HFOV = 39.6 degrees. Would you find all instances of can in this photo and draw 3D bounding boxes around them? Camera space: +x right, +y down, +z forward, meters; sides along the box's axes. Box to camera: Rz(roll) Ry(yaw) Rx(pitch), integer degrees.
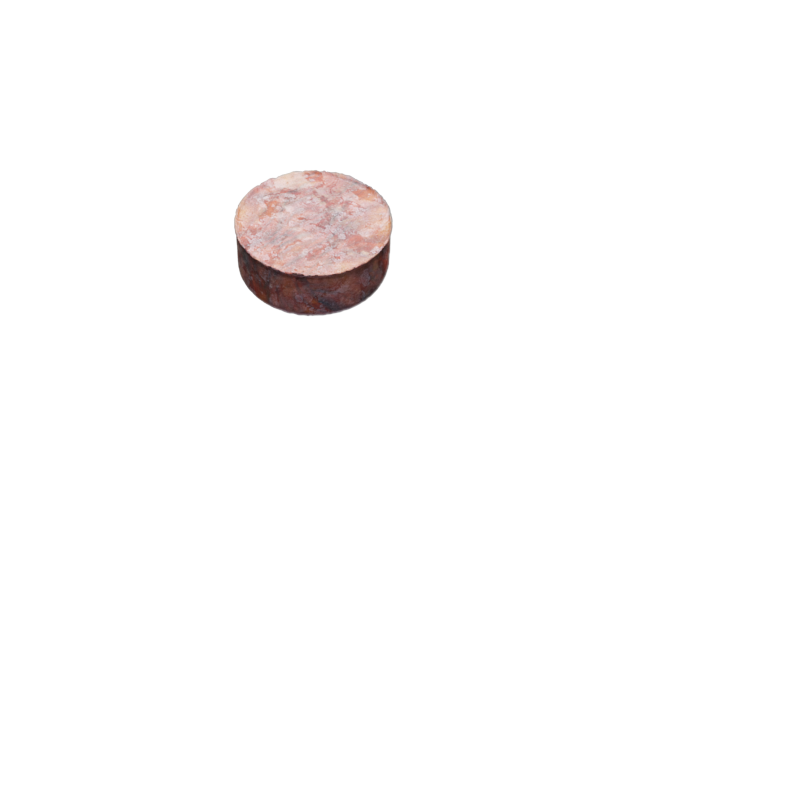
[{"bbox_3d":[-0.048,-0.087,0.609,0.086,0.092,0.031,-1,-43,-1],"label":"can"}]
